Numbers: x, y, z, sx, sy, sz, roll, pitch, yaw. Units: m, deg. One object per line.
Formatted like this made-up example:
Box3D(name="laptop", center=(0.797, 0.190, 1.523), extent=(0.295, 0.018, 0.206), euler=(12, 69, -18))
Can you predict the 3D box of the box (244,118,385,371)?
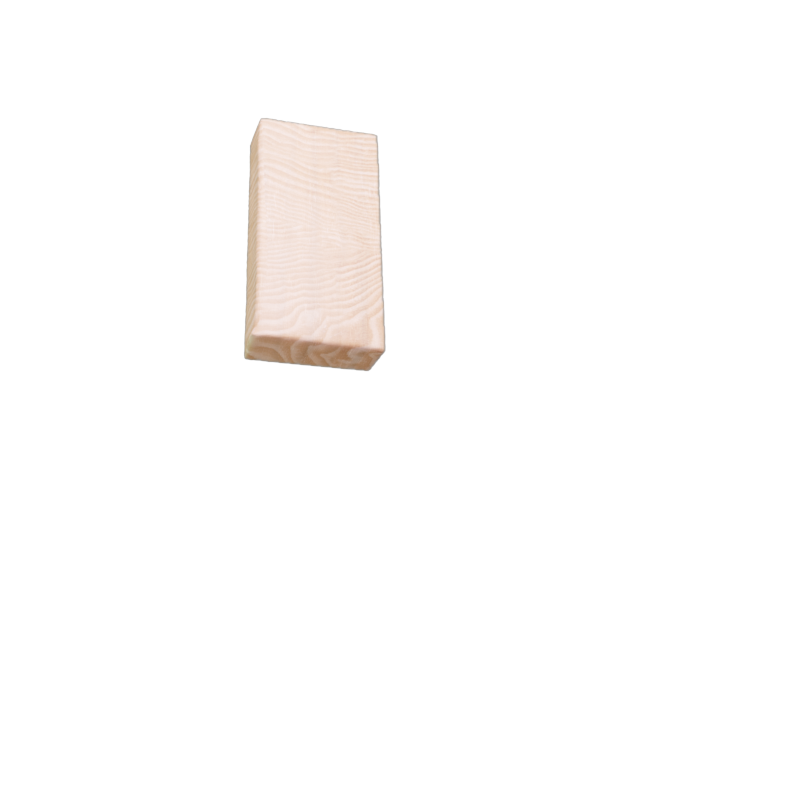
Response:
Box3D(name="box", center=(-0.062, -0.113, 0.792), extent=(0.091, 0.187, 0.046), euler=(6, -30, -14))
